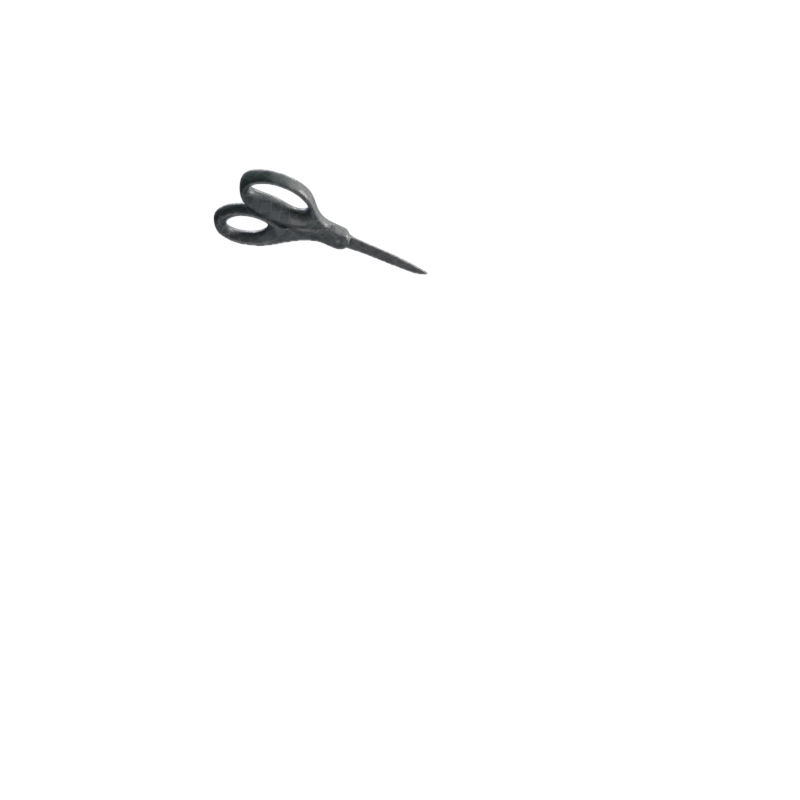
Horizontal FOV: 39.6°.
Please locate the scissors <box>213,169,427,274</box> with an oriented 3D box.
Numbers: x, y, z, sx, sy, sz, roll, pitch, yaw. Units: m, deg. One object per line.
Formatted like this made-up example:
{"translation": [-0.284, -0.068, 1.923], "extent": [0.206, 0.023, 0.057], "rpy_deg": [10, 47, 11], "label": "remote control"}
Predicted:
{"translation": [-0.072, -0.132, 0.926], "extent": [0.097, 0.017, 0.188], "rpy_deg": [-20, -35, 32], "label": "scissors"}
